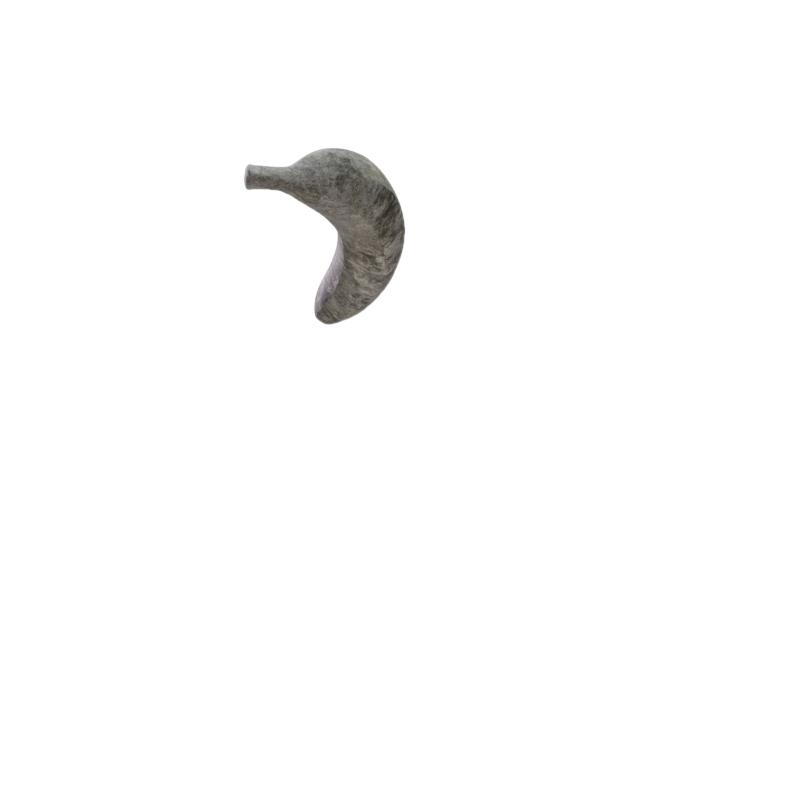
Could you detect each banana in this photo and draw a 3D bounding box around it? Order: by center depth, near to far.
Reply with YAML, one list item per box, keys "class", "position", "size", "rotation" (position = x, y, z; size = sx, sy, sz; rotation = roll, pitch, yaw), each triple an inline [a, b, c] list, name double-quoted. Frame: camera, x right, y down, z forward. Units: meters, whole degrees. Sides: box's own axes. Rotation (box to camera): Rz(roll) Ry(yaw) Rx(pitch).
- class: "banana"
  position: [-0.031, -0.091, 0.617]
  size: [0.070, 0.039, 0.186]
  rotation: [-3, -20, 7]
